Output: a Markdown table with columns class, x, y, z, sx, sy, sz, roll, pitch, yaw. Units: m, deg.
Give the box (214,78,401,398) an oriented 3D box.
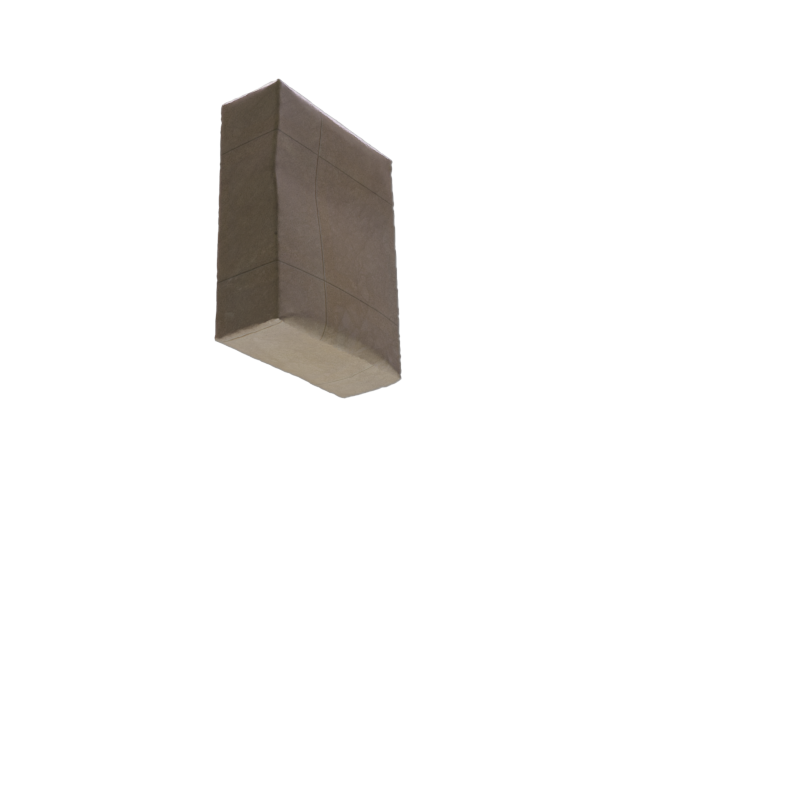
| class | x | y | z | sx | sy | sz | roll | pitch | yaw |
| --- | --- | --- | --- | --- | --- | --- | --- | --- | --- |
| box | -0.070 | -0.128 | 0.899 | 0.073 | 0.226 | 0.153 | -19 | -30 | 32 |
